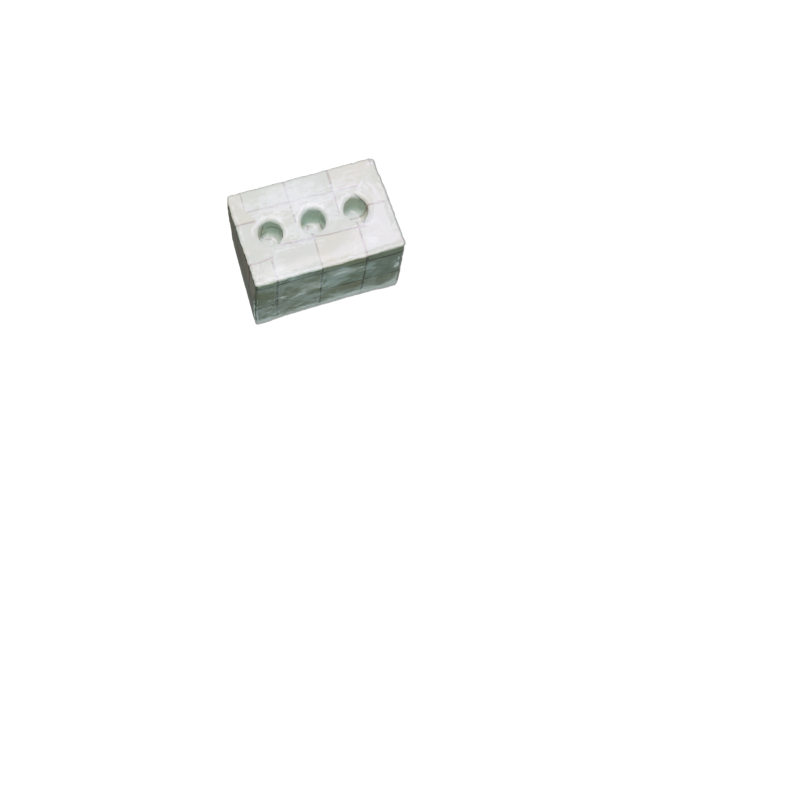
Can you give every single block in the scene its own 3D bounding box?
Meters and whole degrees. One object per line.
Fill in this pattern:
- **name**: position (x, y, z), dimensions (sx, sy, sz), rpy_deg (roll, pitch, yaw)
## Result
- **block**: position (-0.044, -0.080, 0.559), dimensions (0.077, 0.056, 0.049), rpy_deg (-17, -19, -8)
